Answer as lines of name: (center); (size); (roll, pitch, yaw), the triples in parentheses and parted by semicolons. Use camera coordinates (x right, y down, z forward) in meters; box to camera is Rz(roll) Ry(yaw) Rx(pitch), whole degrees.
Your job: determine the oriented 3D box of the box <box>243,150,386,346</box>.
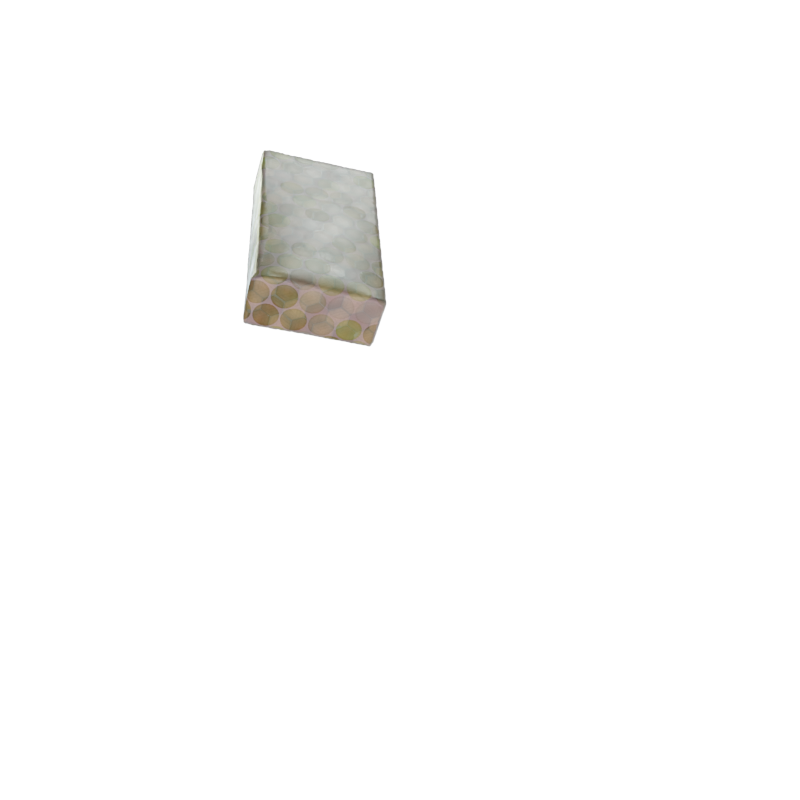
box: (-0.064, -0.116, 0.813); (0.092, 0.046, 0.188); (10, 35, -10)
